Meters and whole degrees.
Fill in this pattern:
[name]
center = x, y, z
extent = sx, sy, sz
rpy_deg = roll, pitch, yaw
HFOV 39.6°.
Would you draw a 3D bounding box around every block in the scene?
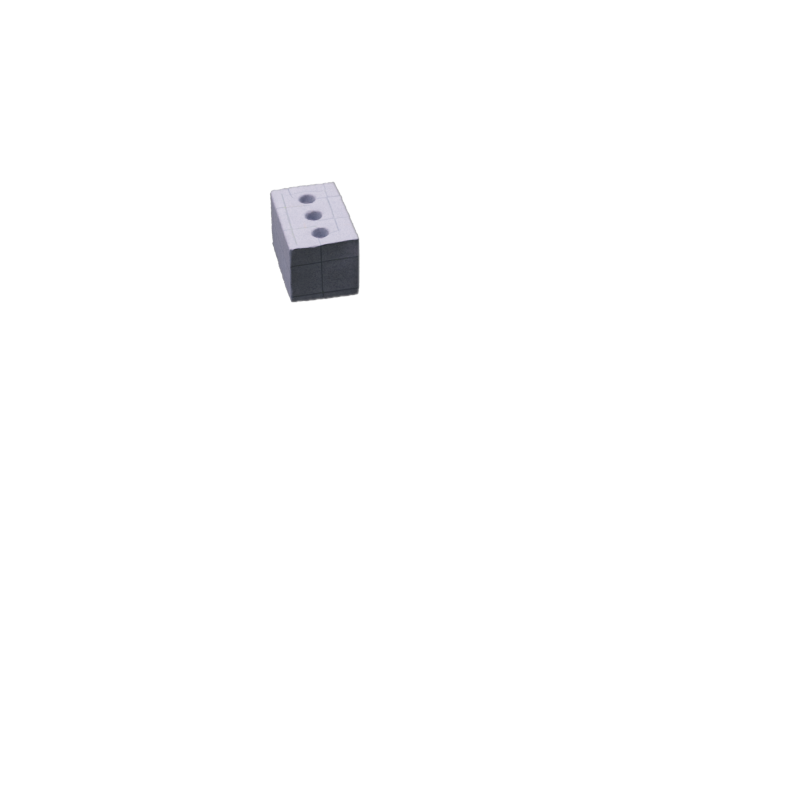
[block]
center = -0.065, -0.118, 0.829
extent = 0.052, 0.048, 0.084
rpy_deg = -9, 42, -12
